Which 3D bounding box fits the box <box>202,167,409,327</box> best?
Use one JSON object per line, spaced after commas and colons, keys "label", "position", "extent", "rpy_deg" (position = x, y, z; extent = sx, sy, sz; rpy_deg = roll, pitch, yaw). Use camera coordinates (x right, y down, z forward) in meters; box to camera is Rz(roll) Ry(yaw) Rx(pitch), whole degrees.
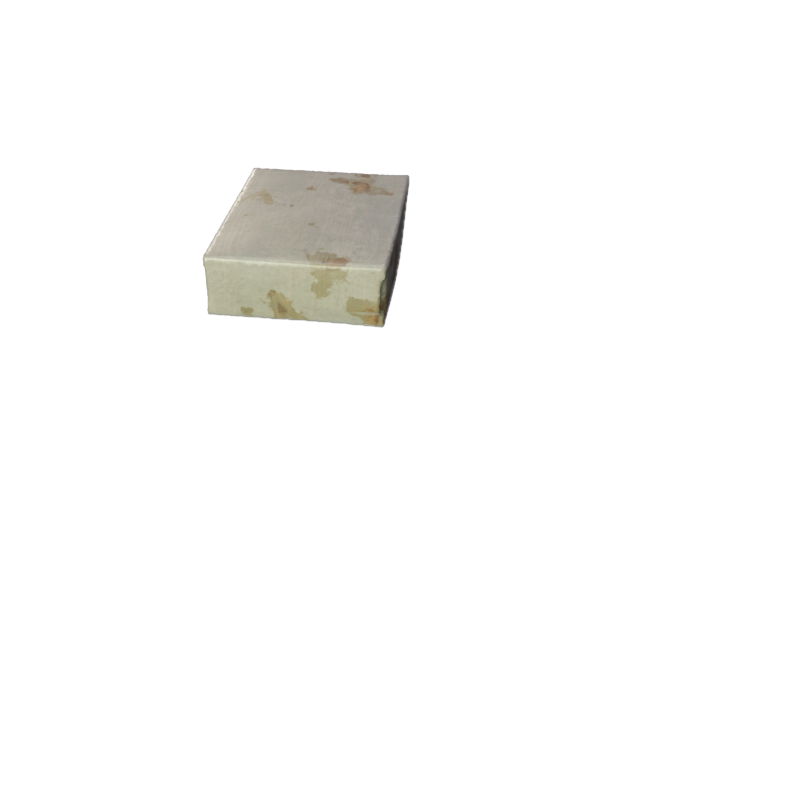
{"label": "box", "position": [-0.045, -0.082, 0.578], "extent": [0.091, 0.037, 0.119], "rpy_deg": [4, 31, 6]}
